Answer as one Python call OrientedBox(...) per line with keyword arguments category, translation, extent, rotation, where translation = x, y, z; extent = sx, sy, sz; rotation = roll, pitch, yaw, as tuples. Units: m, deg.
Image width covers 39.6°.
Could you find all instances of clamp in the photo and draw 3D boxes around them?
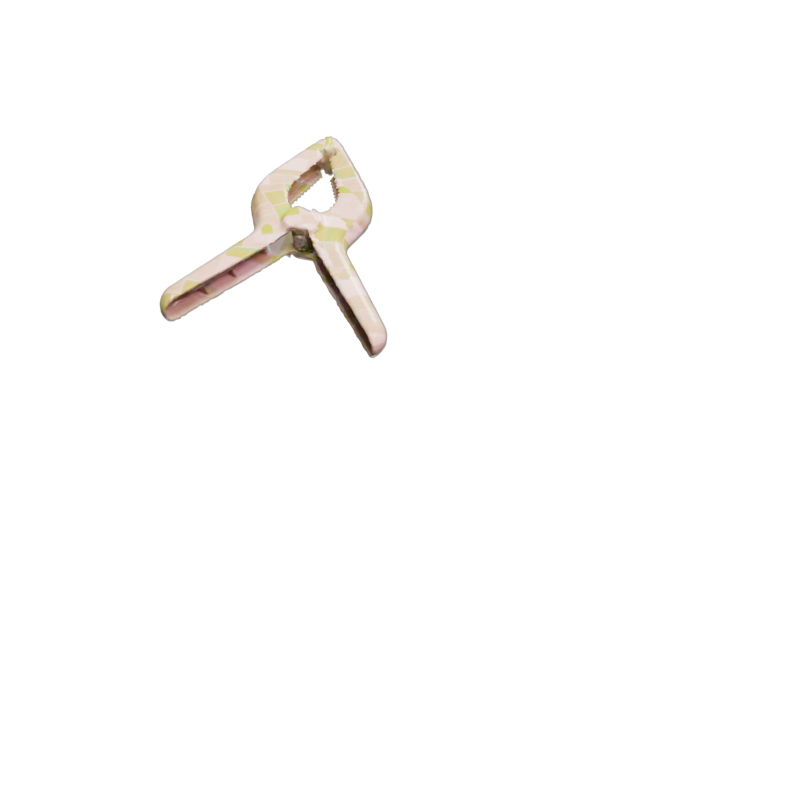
OrientedBox(category="clamp", translation=(-0.066, -0.120, 0.839), extent=(0.169, 0.220, 0.034), rotation=(14, -39, 12))
